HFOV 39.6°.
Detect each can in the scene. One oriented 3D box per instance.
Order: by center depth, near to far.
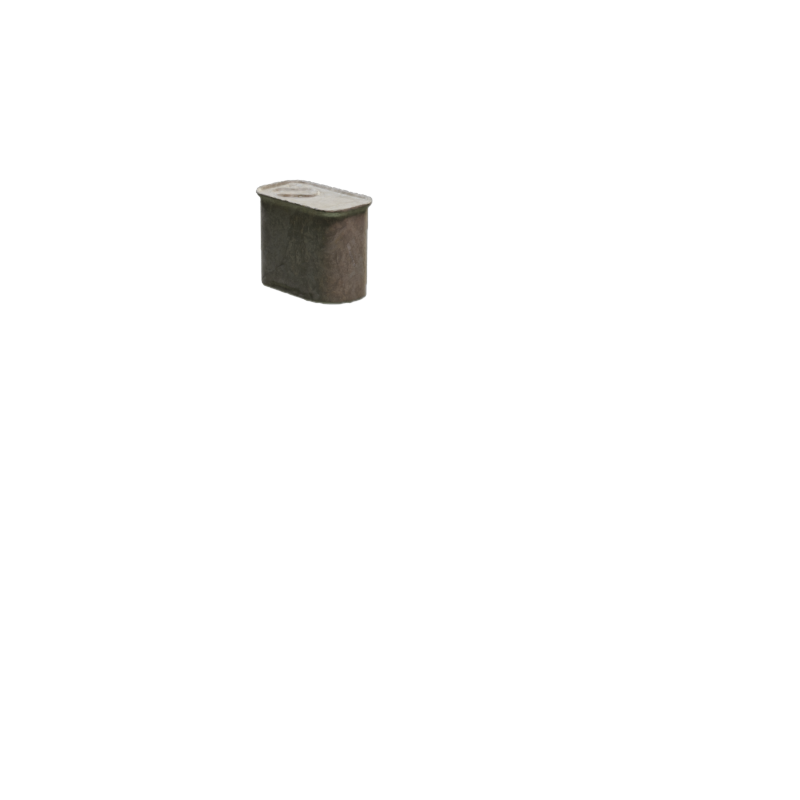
[{"bbox_3d":[-0.073,-0.132,0.928,0.108,0.080,0.057,21,28,40],"label":"can"}]
